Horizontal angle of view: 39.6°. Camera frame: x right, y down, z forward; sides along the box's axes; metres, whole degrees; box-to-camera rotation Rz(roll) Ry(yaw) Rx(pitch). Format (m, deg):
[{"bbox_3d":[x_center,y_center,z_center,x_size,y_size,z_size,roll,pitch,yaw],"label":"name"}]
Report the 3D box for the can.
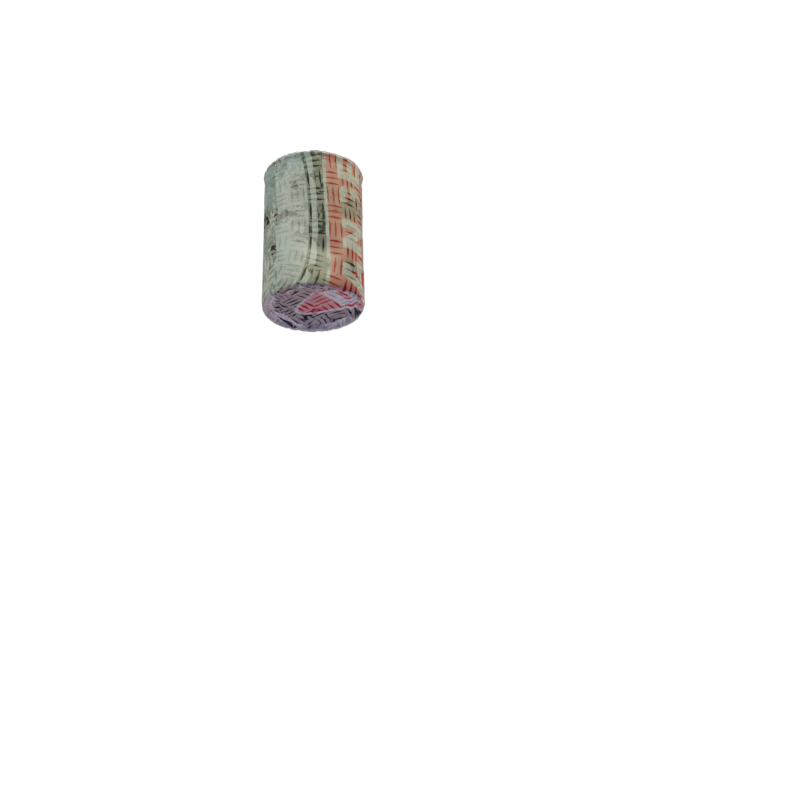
[{"bbox_3d":[-0.058,-0.105,0.736,0.068,0.109,0.065,0,-27,-2],"label":"can"}]
